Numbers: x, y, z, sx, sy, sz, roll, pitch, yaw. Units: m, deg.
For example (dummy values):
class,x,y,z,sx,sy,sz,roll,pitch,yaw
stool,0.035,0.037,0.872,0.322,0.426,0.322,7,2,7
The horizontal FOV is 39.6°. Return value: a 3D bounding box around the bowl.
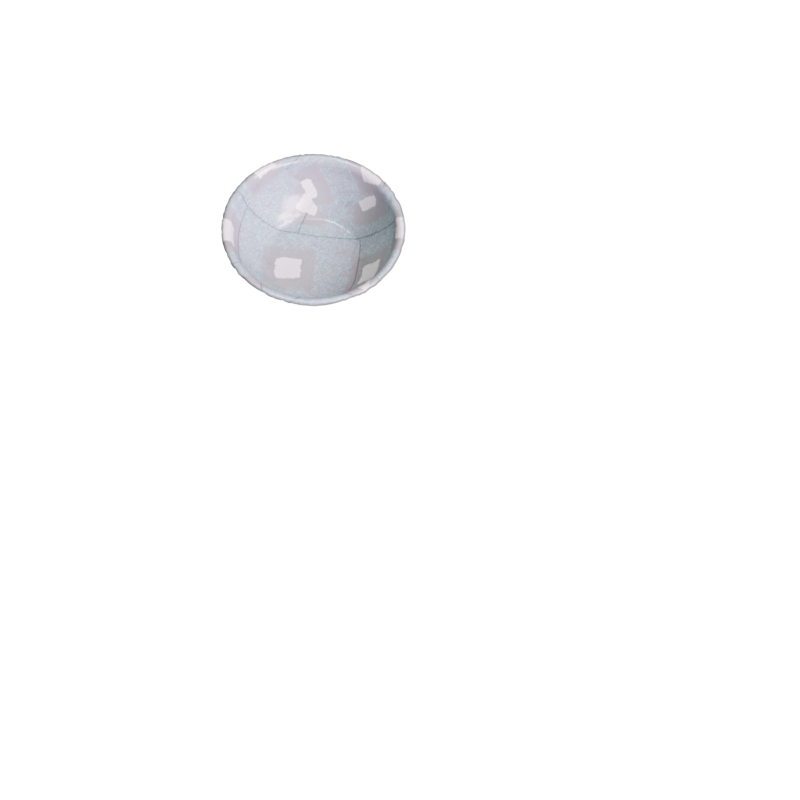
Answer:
class,x,y,z,sx,sy,sz,roll,pitch,yaw
bowl,-0.078,-0.142,0.993,0.162,0.173,0.052,-1,-31,-1
